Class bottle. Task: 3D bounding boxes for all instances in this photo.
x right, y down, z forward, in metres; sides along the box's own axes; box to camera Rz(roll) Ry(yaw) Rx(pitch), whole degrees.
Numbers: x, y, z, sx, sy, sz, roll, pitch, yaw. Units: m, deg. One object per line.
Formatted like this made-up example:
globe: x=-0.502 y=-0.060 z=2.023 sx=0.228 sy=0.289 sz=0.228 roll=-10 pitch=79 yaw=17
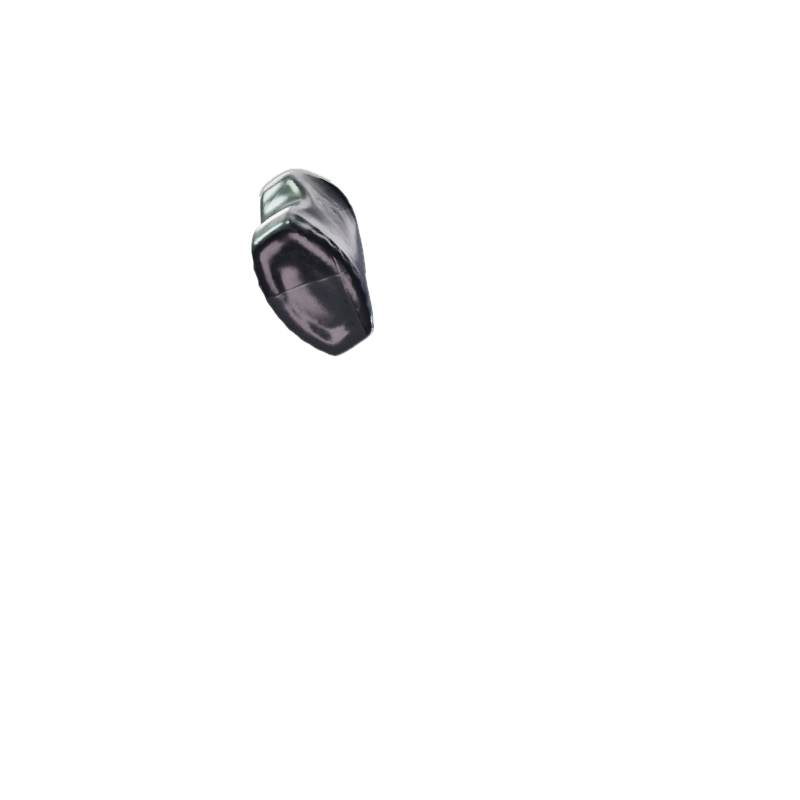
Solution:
bottle: x=-0.061 y=-0.112 z=0.780 sx=0.058 sy=0.091 sz=0.202 roll=-35 pitch=23 yaw=13
